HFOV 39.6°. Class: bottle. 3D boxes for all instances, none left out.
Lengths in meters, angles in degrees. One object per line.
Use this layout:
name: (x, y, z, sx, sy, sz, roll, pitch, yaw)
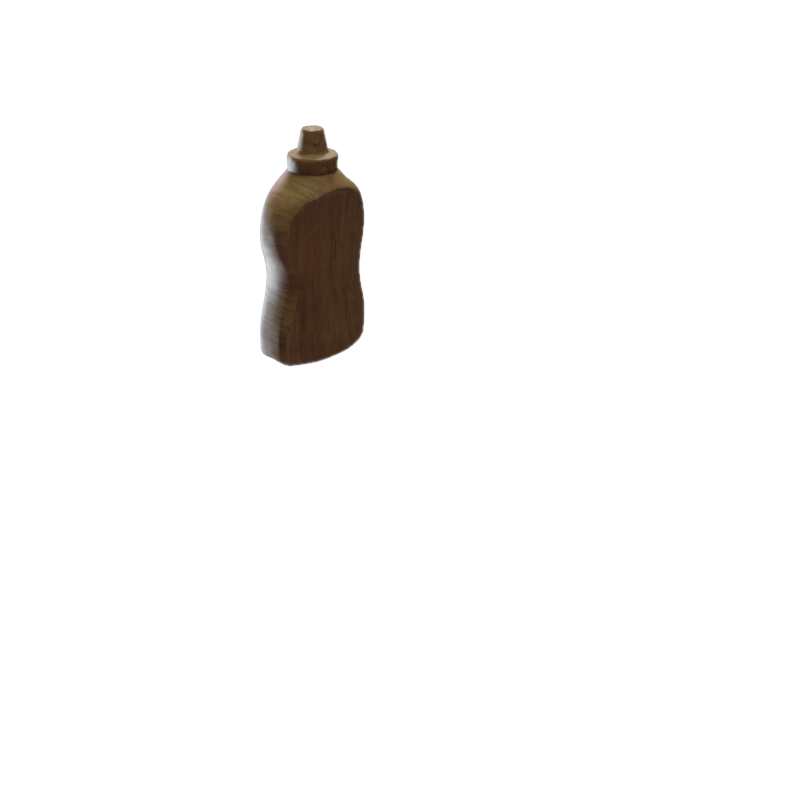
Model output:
bottle: (-0.071, -0.130, 0.908, 0.095, 0.182, 0.062, -19, 30, -40)
